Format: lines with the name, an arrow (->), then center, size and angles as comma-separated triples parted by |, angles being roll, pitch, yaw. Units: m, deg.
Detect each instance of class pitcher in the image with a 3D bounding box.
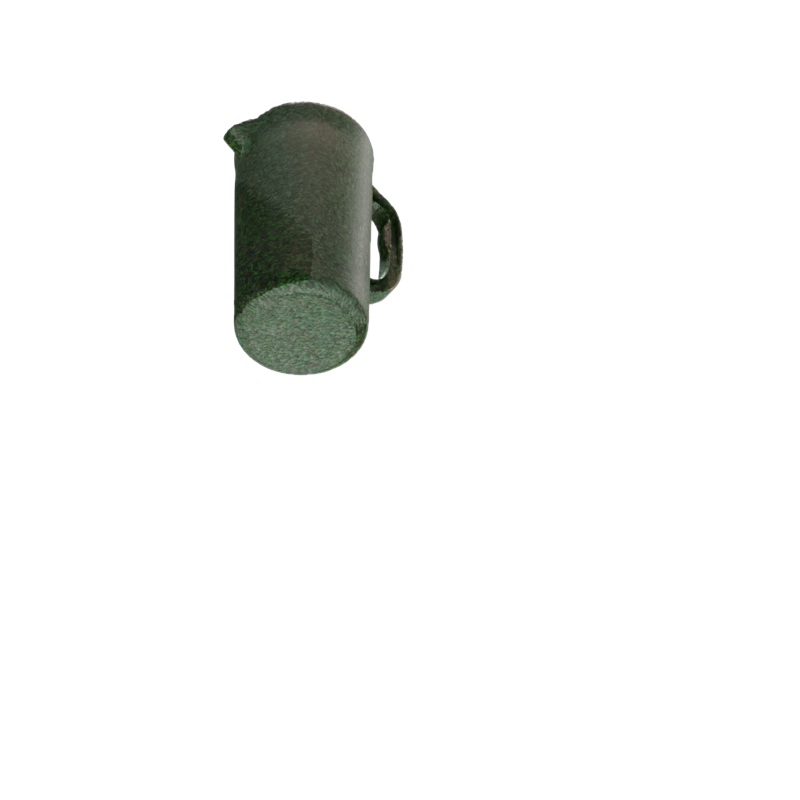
pitcher -> -0.076, -0.139, 0.971 | 0.150, 0.261, 0.134 | -8, -45, 5
